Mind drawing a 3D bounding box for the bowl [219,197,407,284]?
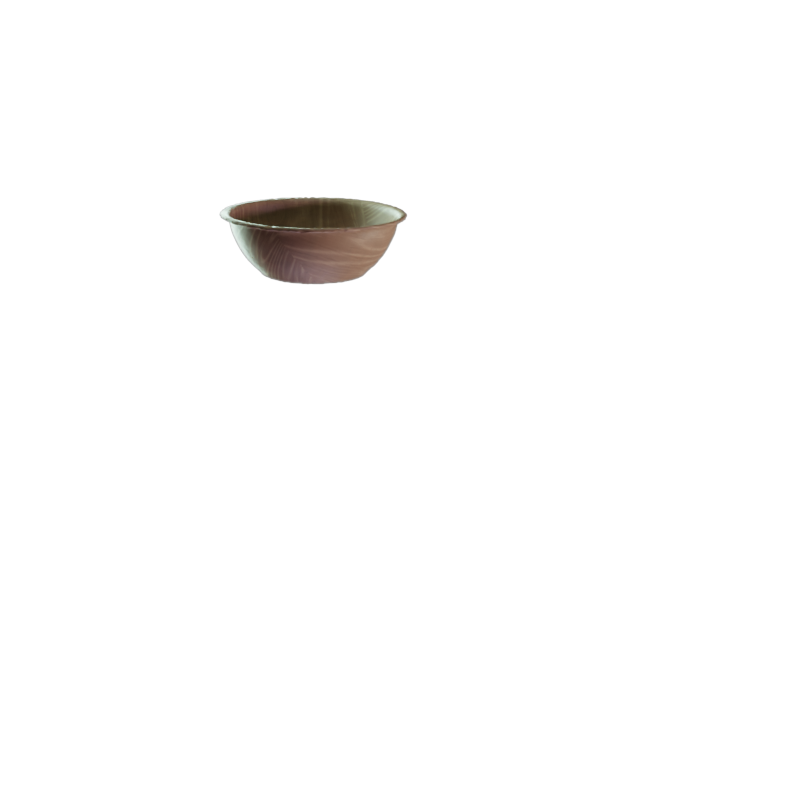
[{"bbox_3d":[-0.075,-0.138,0.964,0.162,0.053,0.168,-1,18,-2],"label":"bowl"}]
